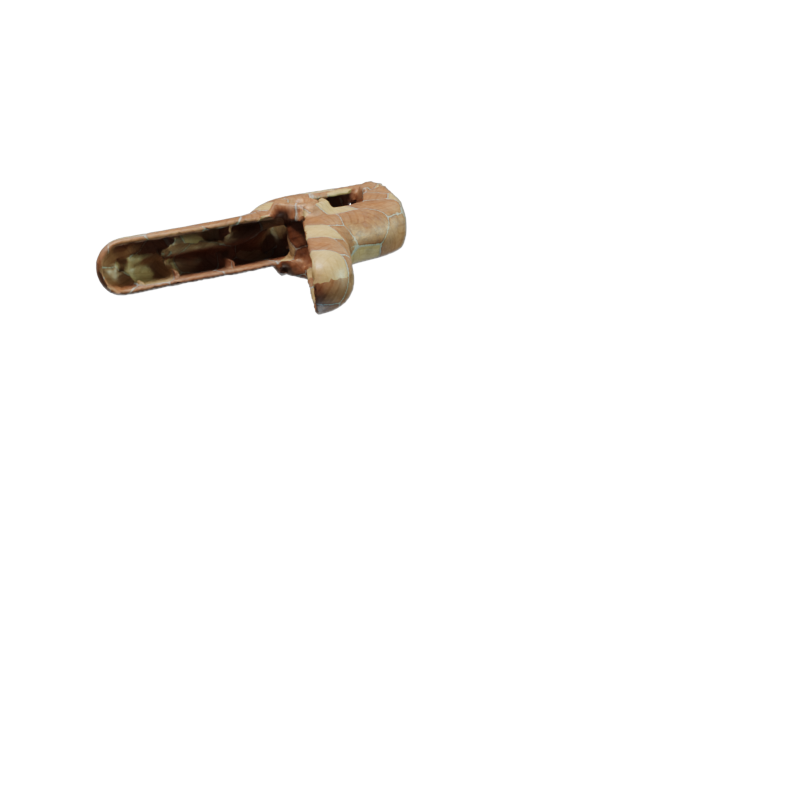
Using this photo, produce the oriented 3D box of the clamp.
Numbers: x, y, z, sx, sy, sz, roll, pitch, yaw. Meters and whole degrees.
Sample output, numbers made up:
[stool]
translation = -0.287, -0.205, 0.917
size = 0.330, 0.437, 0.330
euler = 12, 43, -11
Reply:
[clamp]
translation = -0.040, -0.073, 0.511
size = 0.126, 0.037, 0.171
euler = 16, 29, 31
